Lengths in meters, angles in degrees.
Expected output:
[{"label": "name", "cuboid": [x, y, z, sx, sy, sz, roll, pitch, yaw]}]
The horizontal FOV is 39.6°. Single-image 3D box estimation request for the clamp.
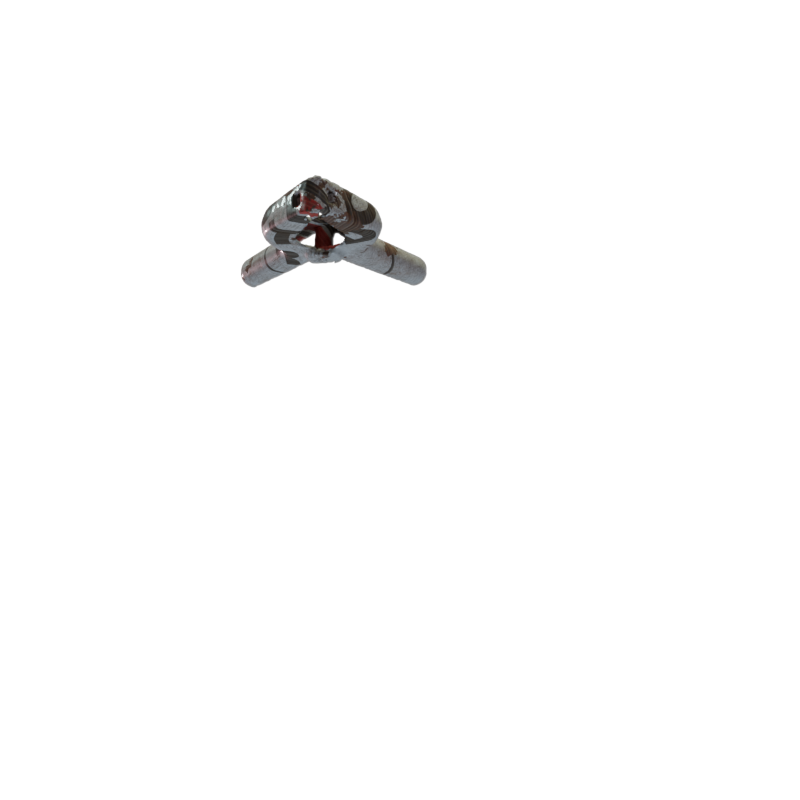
[{"label": "clamp", "cuboid": [-0.071, -0.130, 0.909, 0.166, 0.038, 0.200, -2, -12, 10]}]
